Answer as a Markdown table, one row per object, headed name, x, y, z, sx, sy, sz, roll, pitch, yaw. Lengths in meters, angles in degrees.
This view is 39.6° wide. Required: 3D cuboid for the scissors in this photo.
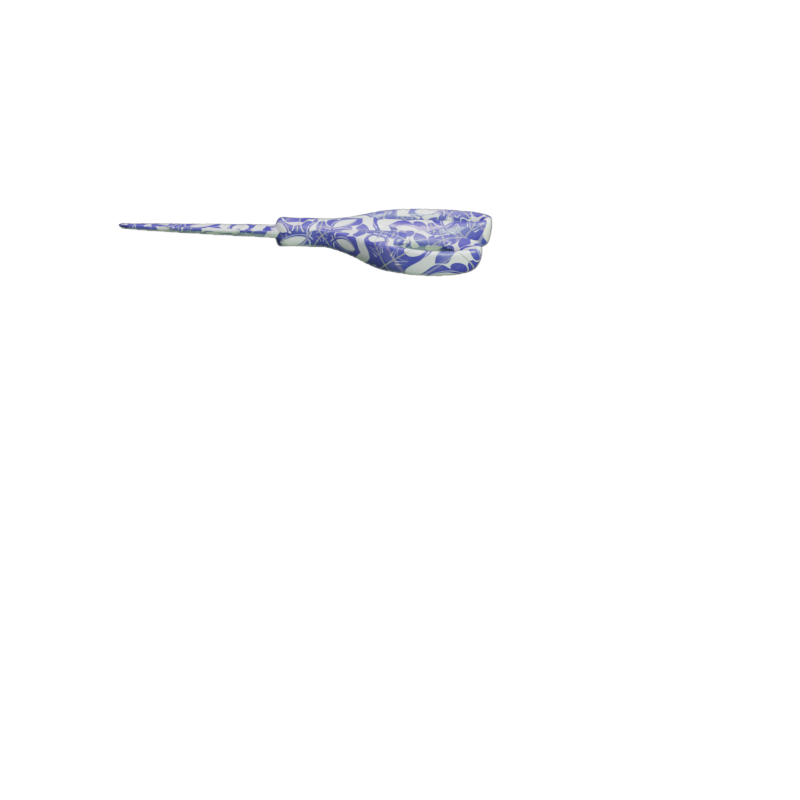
| name | x | y | z | sx | sy | sz | roll | pitch | yaw |
| --- | --- | --- | --- | --- | --- | --- | --- | --- | --- |
| scissors | -0.045 | -0.083 | 0.581 | 0.199 | 0.015 | 0.102 | -4 | 24 | -9 |
